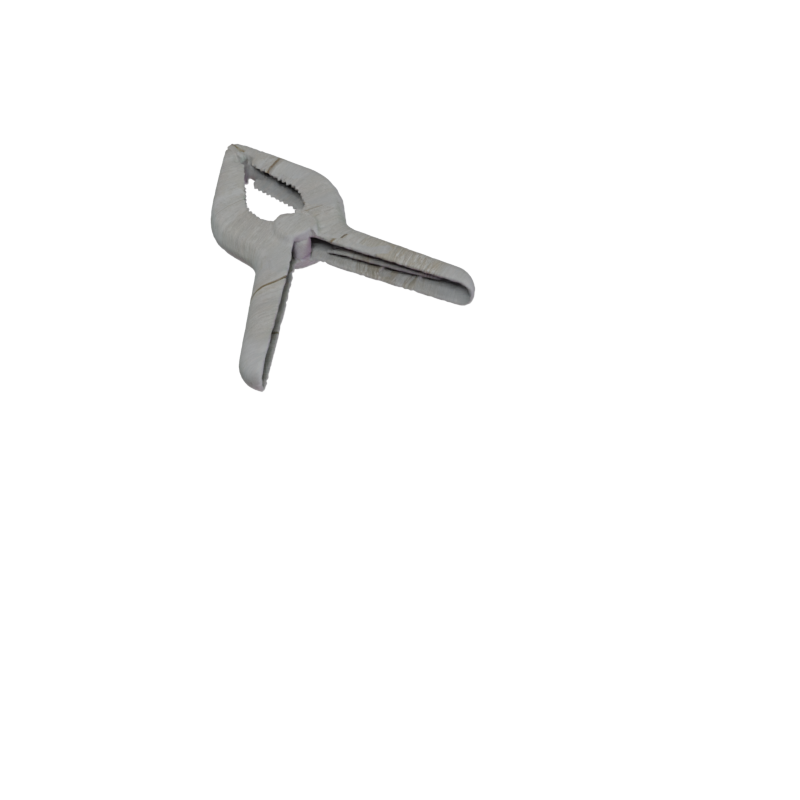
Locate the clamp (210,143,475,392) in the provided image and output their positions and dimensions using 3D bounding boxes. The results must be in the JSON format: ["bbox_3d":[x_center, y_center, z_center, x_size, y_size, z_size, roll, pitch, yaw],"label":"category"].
[{"bbox_3d":[-0.059,-0.108,0.756,0.163,0.227,0.034,-17,-40,-15],"label":"clamp"}]
